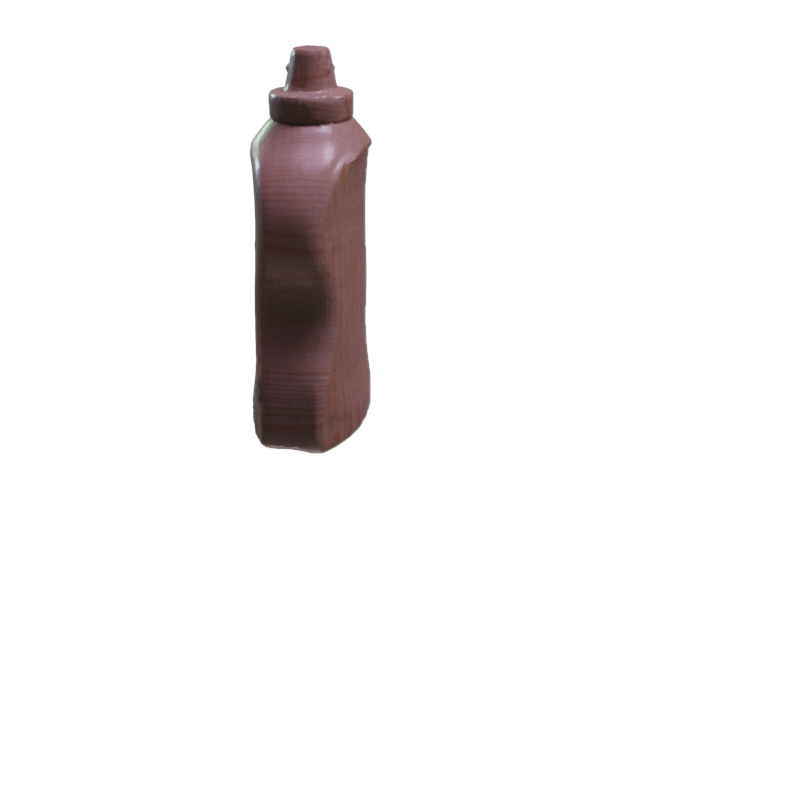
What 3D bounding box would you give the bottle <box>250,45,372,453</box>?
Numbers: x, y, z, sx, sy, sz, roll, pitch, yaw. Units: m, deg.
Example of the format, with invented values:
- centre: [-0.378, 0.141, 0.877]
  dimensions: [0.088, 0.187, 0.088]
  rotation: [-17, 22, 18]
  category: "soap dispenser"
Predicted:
- centre: [-0.044, -0.079, 0.551]
  dimensions: [0.059, 0.184, 0.098]
  rotation: [5, 19, 11]
  category: "bottle"
